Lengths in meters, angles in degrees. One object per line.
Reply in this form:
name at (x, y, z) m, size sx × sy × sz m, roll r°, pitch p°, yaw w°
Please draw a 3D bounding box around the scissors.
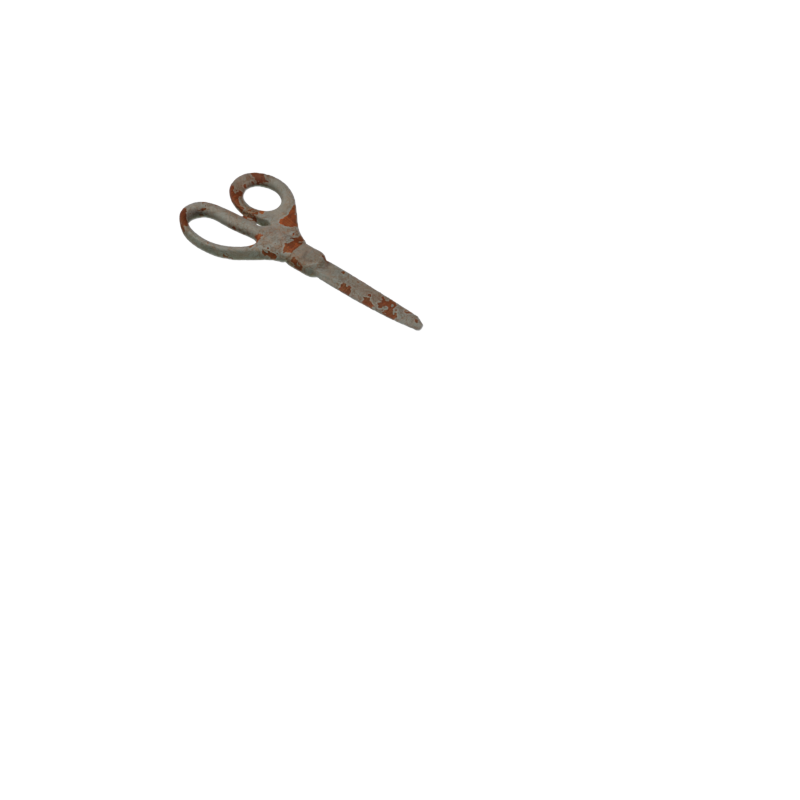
scissors at (-0.063, -0.115, 0.808) m, size 0.208 × 0.100 × 0.015 m, roll 19°, pitch -38°, yaw 15°
